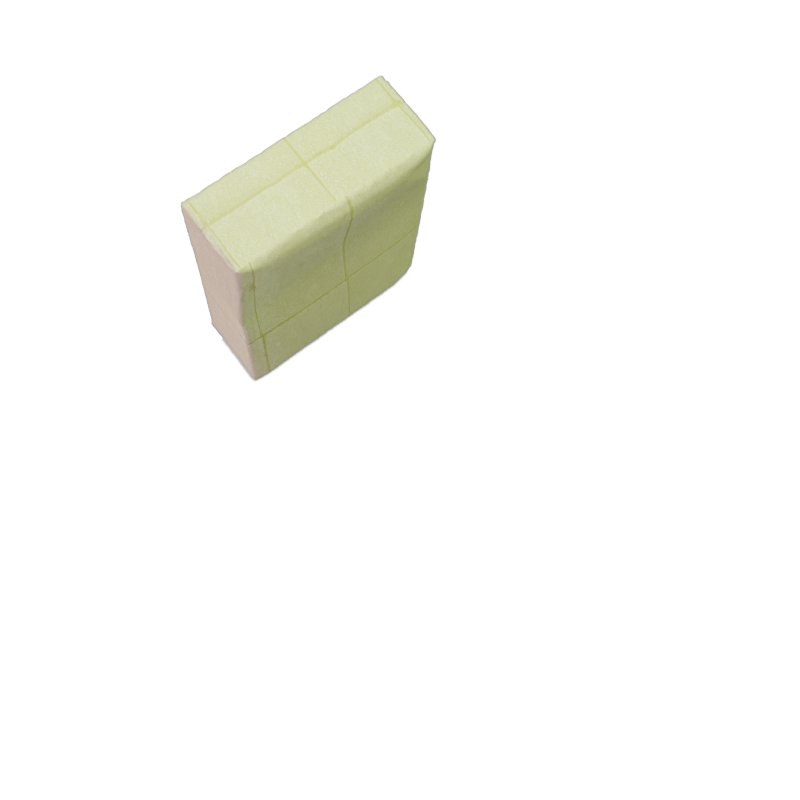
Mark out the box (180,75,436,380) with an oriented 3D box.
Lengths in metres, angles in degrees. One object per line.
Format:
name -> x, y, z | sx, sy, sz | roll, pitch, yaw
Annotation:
box -> -0.063, -0.115, 0.803 | 0.165, 0.075, 0.204 | -37, -12, -14
